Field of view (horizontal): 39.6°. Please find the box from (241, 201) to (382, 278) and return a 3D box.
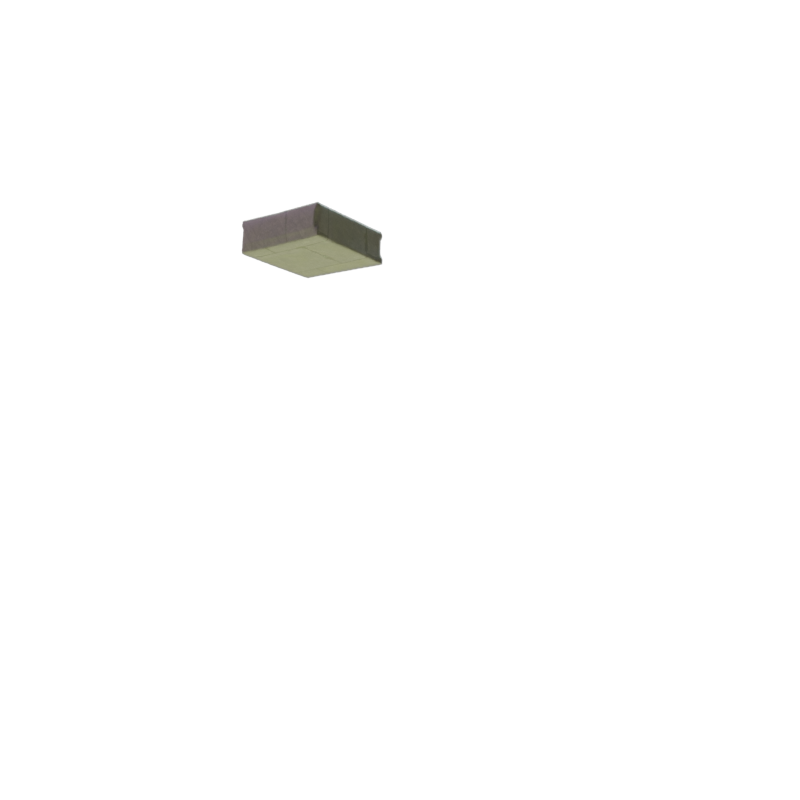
[{"bbox_3d":[-0.067,-0.123,0.859,0.075,0.031,0.084,-8,-13,34],"label":"box"}]
